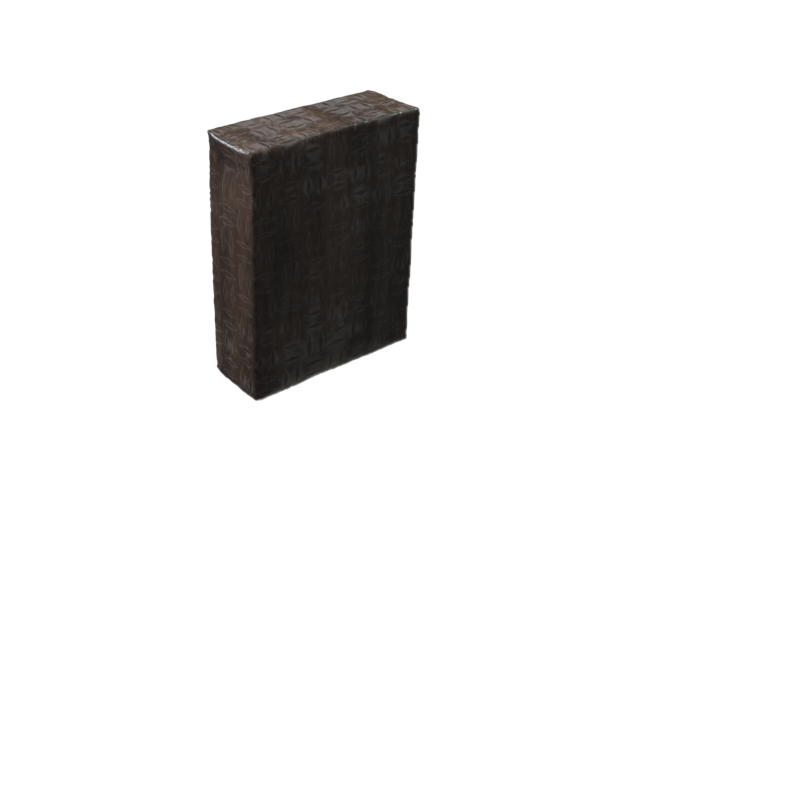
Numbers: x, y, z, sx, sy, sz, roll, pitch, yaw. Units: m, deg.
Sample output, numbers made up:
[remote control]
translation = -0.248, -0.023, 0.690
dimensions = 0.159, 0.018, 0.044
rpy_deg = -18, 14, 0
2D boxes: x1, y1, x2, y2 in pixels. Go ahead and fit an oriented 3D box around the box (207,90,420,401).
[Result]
[box]
translation = -0.070, -0.128, 0.894
dimensions = 0.162, 0.202, 0.077
rpy_deg = -22, 36, -35
